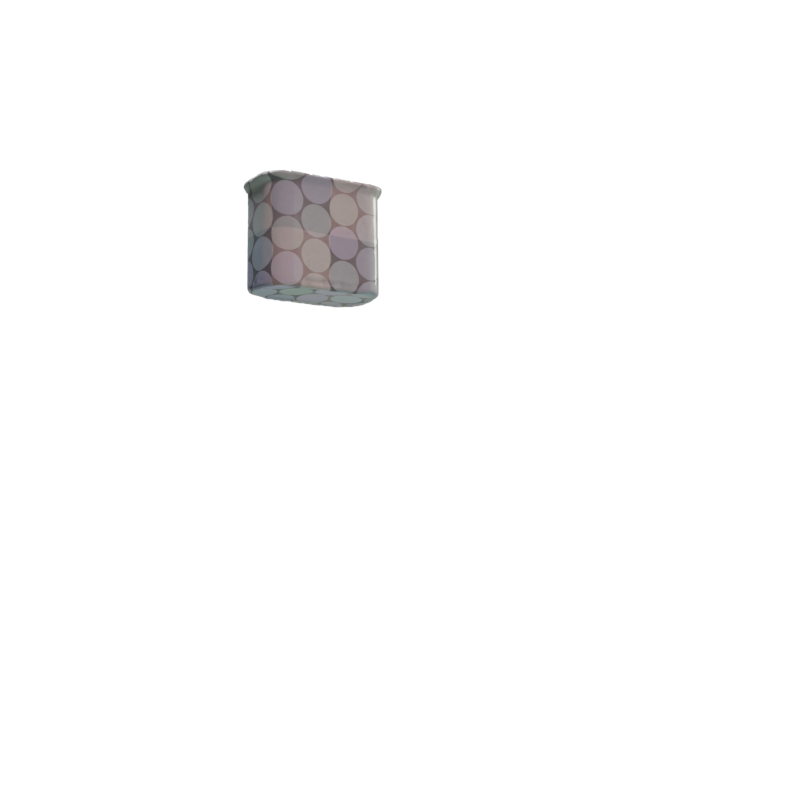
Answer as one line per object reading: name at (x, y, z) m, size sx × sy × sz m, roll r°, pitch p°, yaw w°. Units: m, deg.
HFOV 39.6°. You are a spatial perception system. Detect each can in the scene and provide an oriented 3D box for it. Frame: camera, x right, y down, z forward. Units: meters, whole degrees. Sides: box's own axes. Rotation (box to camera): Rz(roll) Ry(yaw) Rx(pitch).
can at (-0.064, -0.116, 0.815) m, size 0.098 × 0.087 × 0.058 m, roll 6°, pitch -14°, yaw -31°
